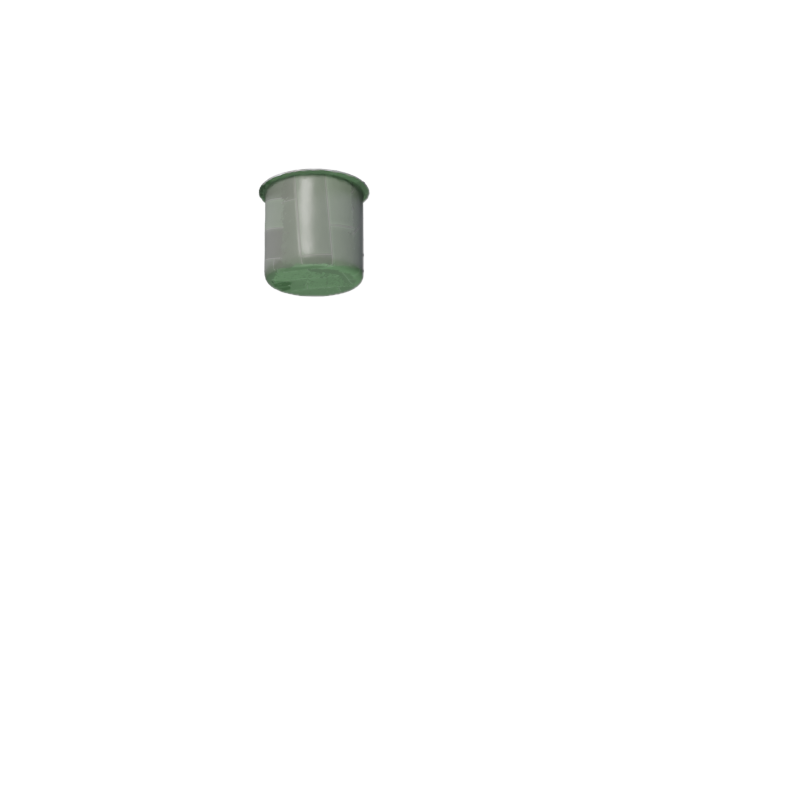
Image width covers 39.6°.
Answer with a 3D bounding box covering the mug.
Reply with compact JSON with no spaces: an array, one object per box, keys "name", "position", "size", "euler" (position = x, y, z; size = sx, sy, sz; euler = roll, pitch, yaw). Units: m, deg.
[{"name":"mug","position":[-0.073,-0.132,0.928],"size":[0.093,0.085,0.113],"euler":[1,-17,-6]}]
